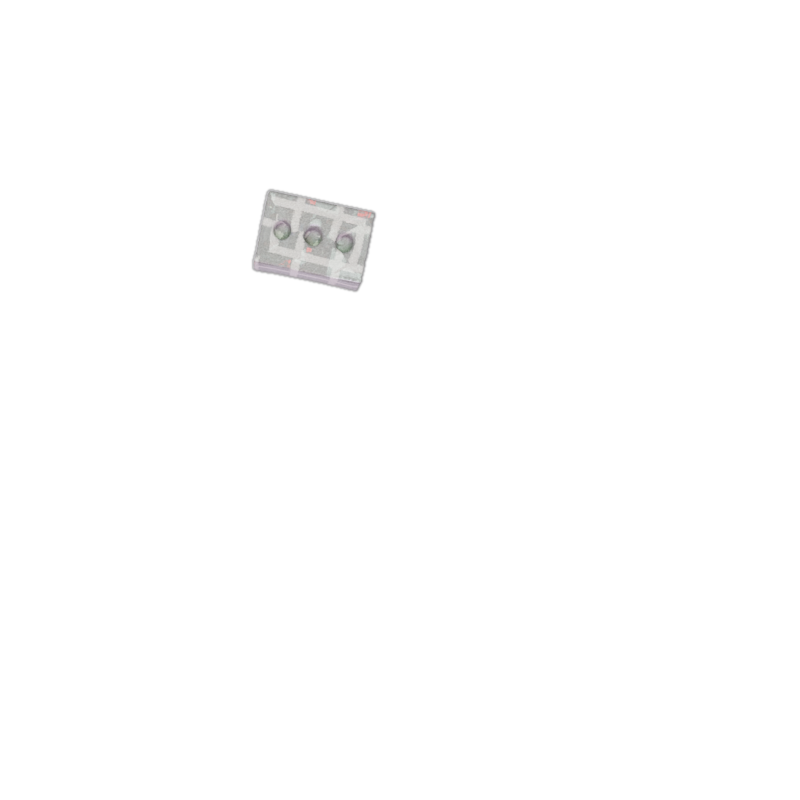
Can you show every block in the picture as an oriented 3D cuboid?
[{"bbox_3d":[-0.061,-0.112,0.782,0.078,0.054,0.050,11,-5,0],"label":"block"}]
